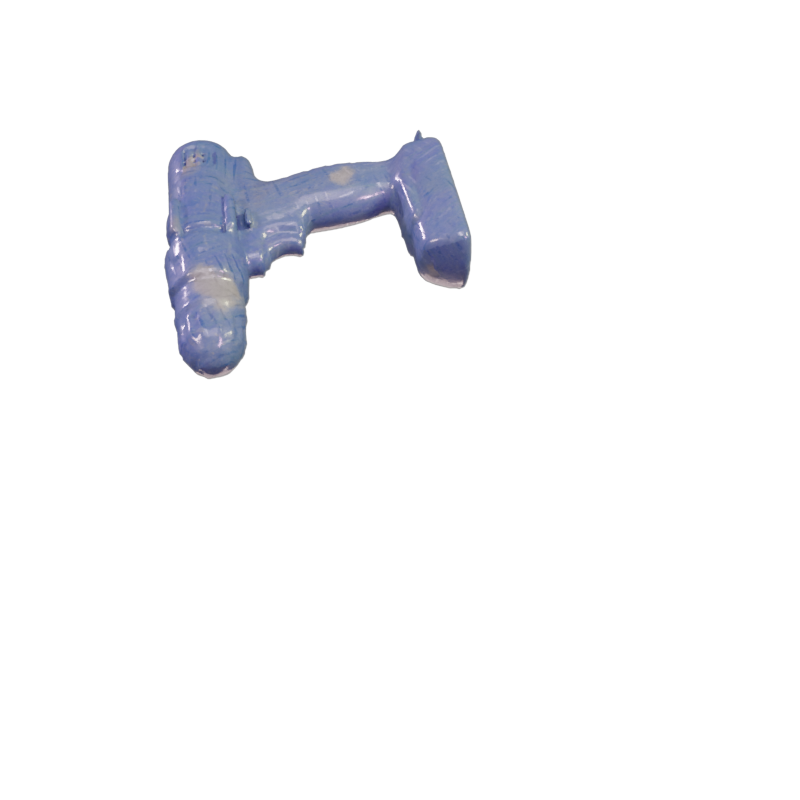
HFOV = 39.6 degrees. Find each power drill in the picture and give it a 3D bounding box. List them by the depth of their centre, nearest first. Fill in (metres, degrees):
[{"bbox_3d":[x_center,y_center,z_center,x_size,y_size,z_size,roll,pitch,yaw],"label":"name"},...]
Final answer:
[{"bbox_3d":[-0.055,-0.099,0.697,0.186,0.199,0.053,-6,-38,-5],"label":"power drill"}]
